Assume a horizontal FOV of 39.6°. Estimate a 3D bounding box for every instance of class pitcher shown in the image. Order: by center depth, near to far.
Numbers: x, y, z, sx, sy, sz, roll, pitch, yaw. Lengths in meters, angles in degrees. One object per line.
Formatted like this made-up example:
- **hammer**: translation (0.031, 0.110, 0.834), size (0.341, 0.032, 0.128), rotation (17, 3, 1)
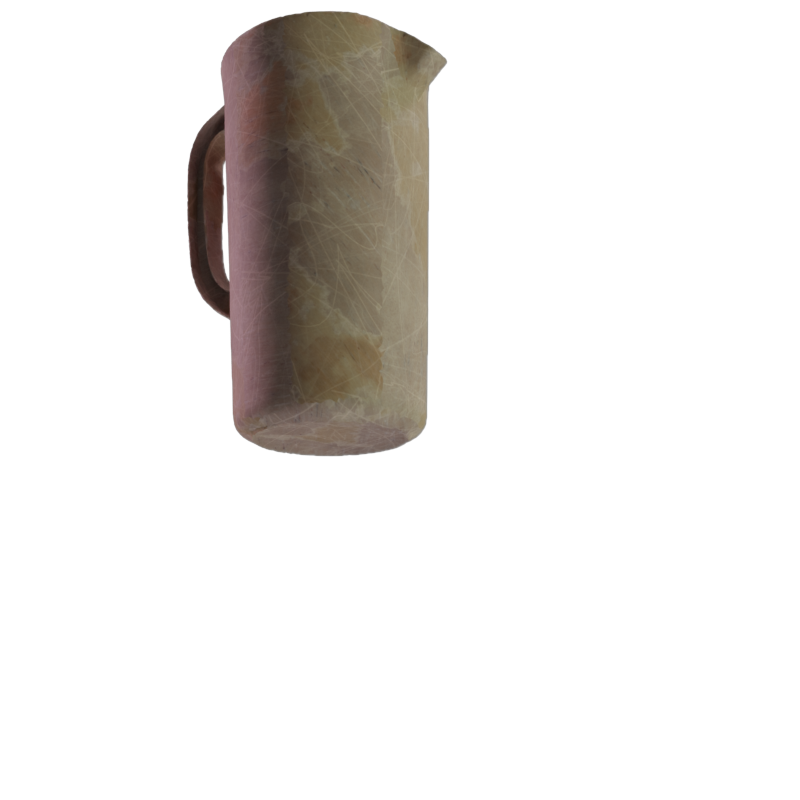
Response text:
- **pitcher**: translation (-0.052, -0.095, 0.664), size (0.142, 0.255, 0.145), rotation (4, -21, -13)
